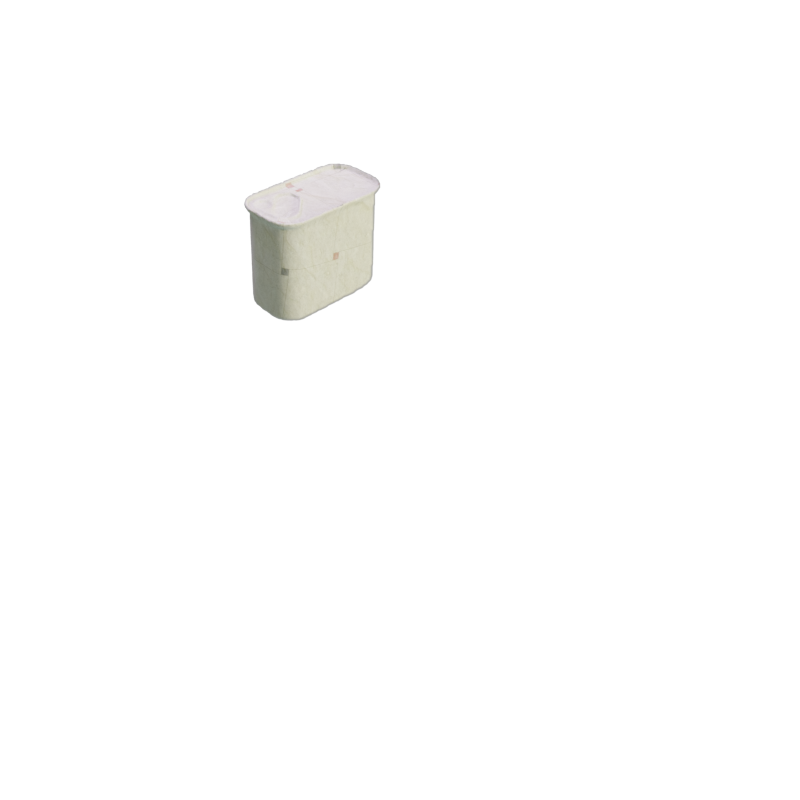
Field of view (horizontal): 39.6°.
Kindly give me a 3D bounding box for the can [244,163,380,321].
[{"bbox_3d":[-0.064,-0.117,0.823,0.061,0.079,0.102,29,43,35],"label":"can"}]
